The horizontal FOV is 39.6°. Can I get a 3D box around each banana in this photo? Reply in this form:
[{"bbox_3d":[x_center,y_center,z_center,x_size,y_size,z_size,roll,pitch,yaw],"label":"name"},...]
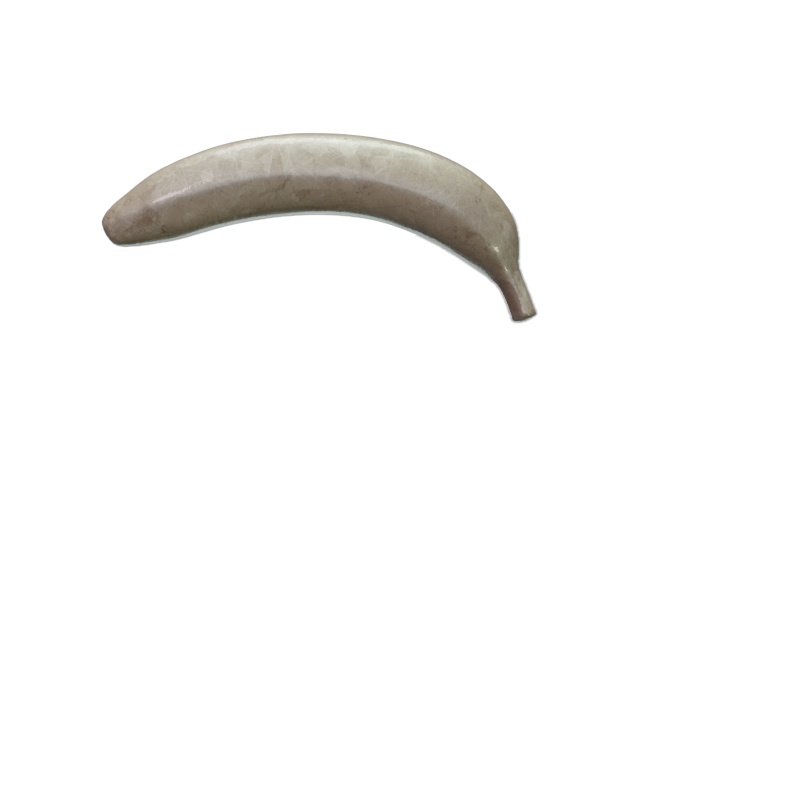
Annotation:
[{"bbox_3d":[-0.032,-0.087,0.496,0.199,0.072,0.035,11,-18,3],"label":"banana"}]
